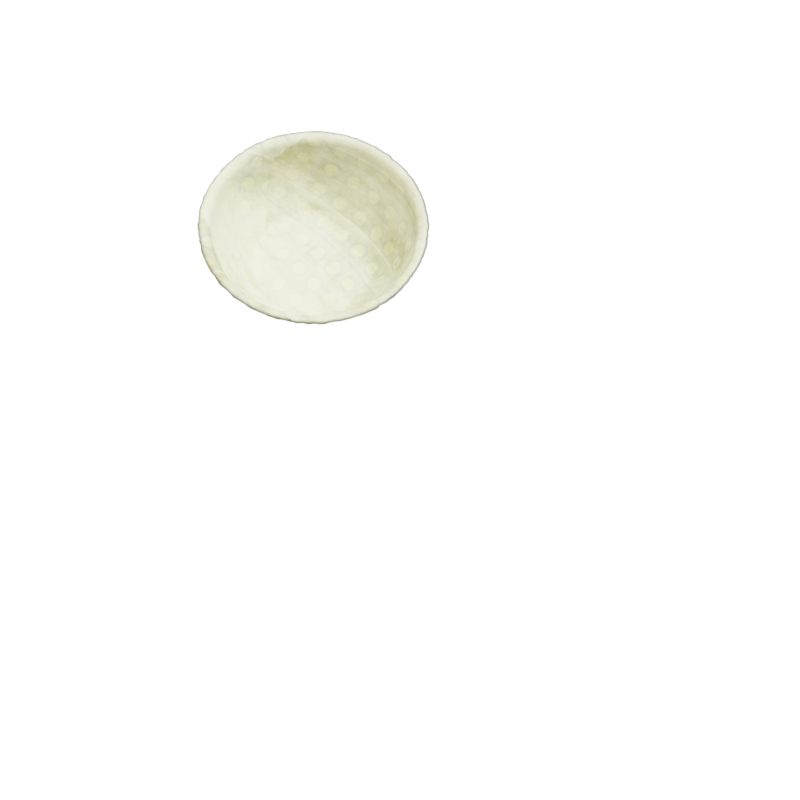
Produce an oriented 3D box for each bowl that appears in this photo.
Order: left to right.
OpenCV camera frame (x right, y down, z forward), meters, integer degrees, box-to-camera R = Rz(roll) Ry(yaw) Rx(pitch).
[{"bbox_3d":[-0.062,-0.114,0.795,0.162,0.173,0.052,-1,-31,-1],"label":"bowl"}]
